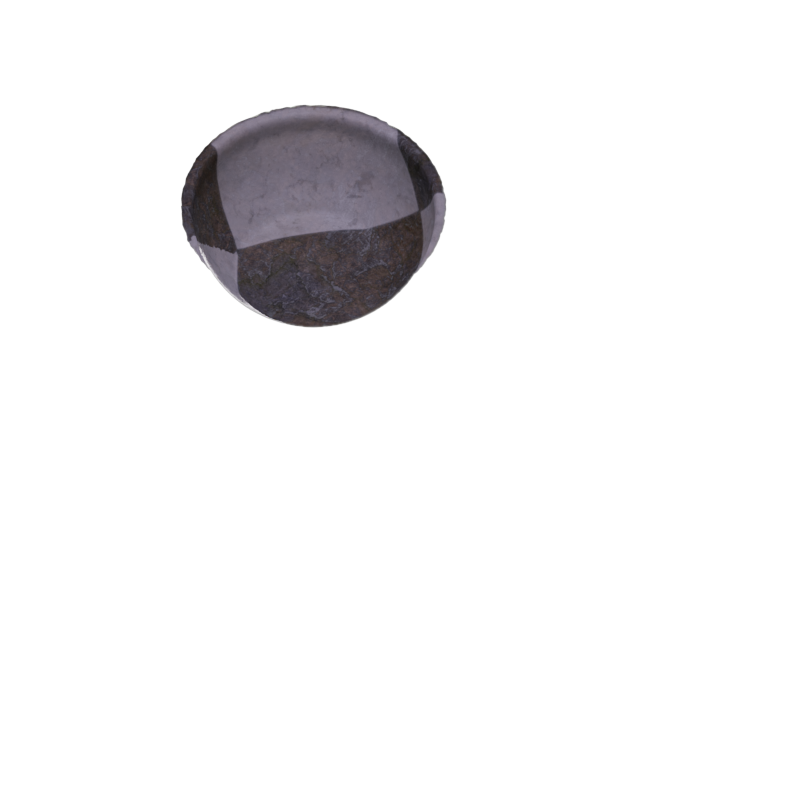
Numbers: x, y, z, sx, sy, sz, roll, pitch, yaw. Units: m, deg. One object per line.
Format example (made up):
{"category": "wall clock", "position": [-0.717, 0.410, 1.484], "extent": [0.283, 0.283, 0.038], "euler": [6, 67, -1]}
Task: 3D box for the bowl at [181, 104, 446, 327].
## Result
{"category": "bowl", "position": [-0.051, -0.094, 0.657], "extent": [0.162, 0.059, 0.151], "euler": [1, -45, -1]}
